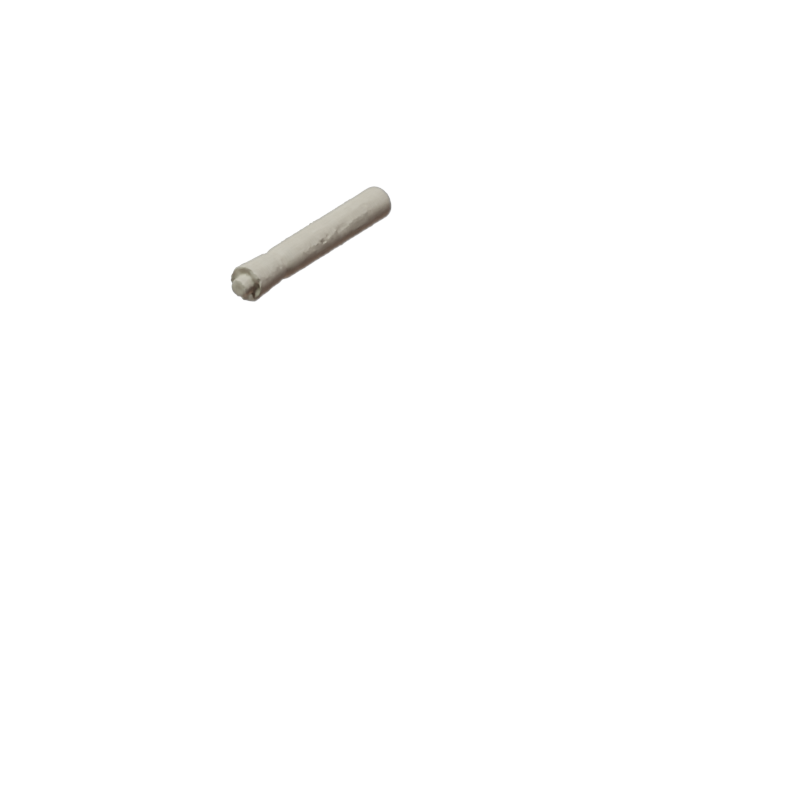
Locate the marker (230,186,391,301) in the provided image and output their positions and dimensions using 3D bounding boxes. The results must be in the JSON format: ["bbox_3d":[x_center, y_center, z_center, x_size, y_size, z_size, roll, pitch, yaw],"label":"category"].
[{"bbox_3d":[-0.044,-0.081,0.567,0.020,0.019,0.122,2,29,36],"label":"marker"}]
